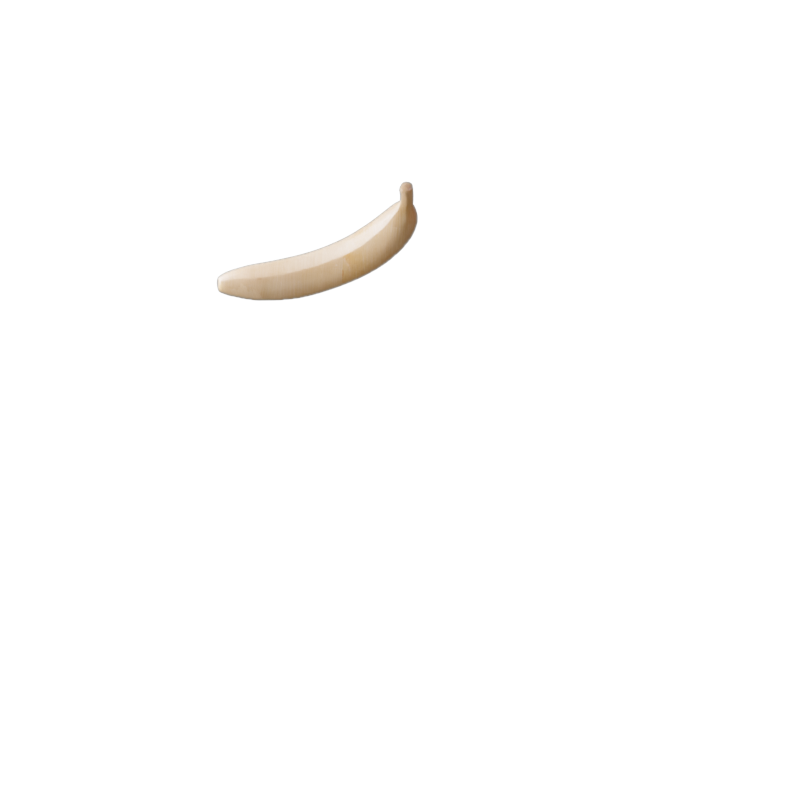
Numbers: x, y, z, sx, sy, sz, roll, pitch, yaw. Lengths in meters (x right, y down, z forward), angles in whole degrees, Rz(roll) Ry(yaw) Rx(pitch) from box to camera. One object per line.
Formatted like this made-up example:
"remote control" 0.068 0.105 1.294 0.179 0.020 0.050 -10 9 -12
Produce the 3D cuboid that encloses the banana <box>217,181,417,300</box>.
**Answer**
"banana" -0.060 -0.124 0.941 0.198 0.039 0.065 -25 -52 21
